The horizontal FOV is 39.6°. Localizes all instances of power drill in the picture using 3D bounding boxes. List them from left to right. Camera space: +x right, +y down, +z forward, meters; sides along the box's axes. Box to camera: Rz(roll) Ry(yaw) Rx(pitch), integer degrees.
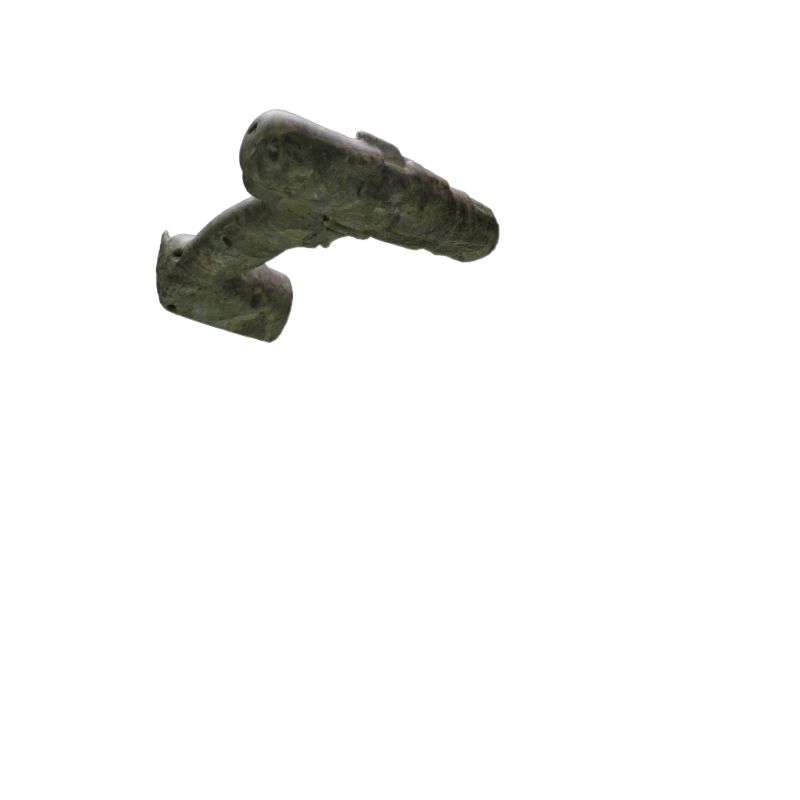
[{"bbox_3d":[-0.056,-0.102,0.711,0.174,0.061,0.186,21,-36,-33],"label":"power drill"}]
